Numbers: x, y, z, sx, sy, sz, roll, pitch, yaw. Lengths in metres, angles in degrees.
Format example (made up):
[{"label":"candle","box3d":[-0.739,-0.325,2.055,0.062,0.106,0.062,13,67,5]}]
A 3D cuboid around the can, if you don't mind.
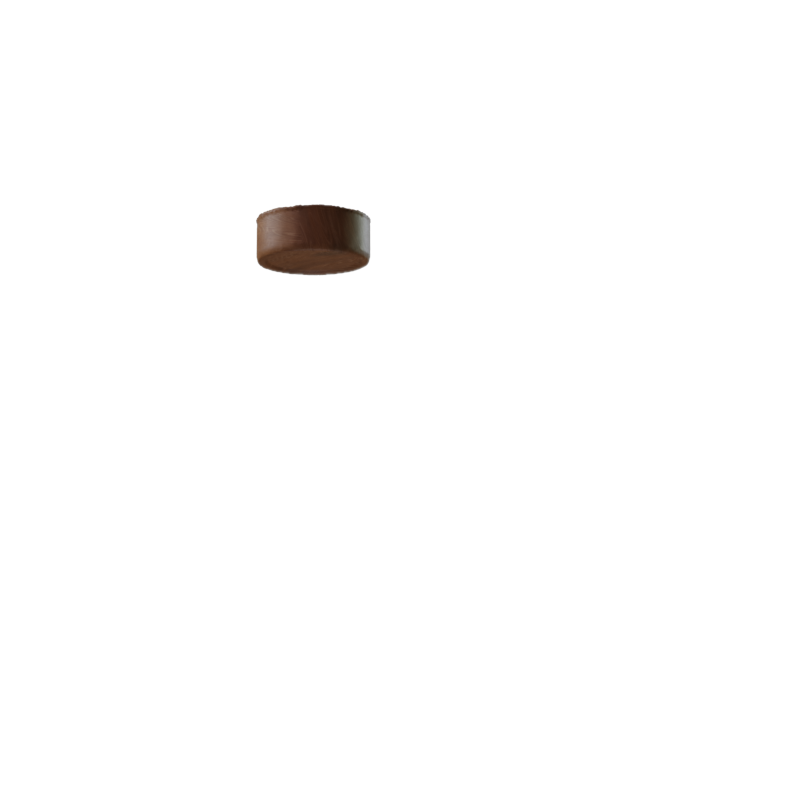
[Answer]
[{"label":"can","box3d":[-0.065,-0.118,0.826,0.086,0.034,0.084,0,-8,-2]}]
